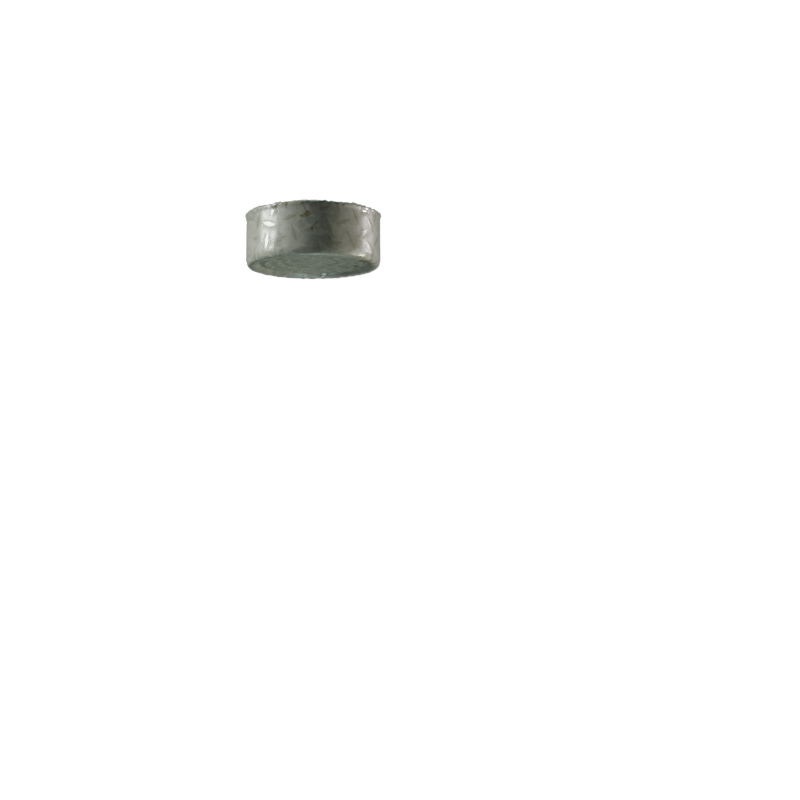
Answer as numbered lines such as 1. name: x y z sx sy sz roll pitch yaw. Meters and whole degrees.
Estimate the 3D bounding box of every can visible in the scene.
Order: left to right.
1. can: -0.055 -0.100 0.698 0.086 0.034 0.084 0 -5 -2
